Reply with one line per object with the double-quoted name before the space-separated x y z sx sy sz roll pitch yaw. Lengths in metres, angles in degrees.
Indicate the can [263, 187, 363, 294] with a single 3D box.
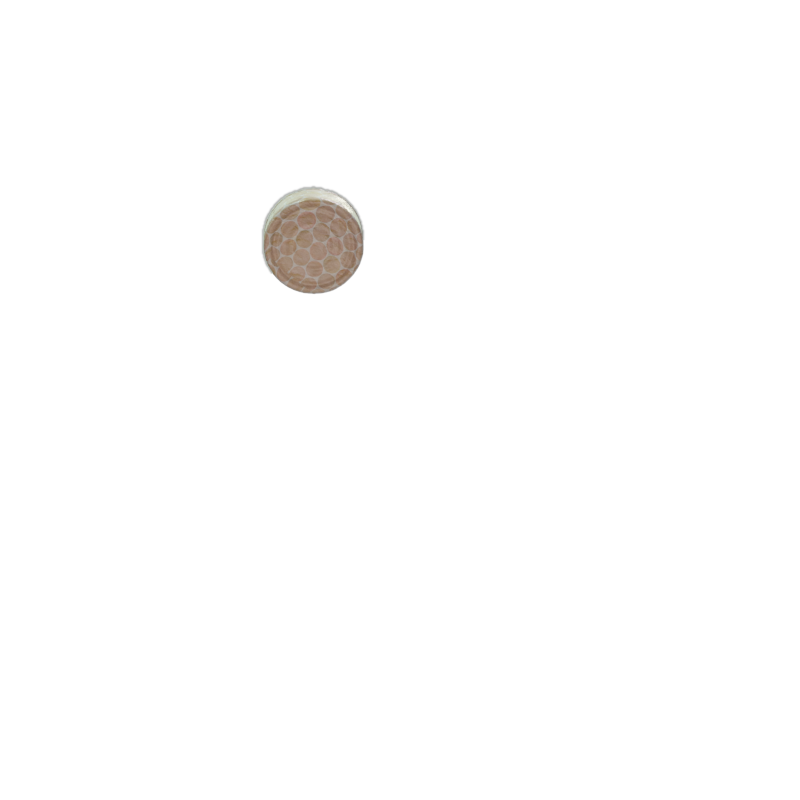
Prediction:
"can" -0.073 -0.134 0.938 0.086 0.082 0.035 0 19 -1
